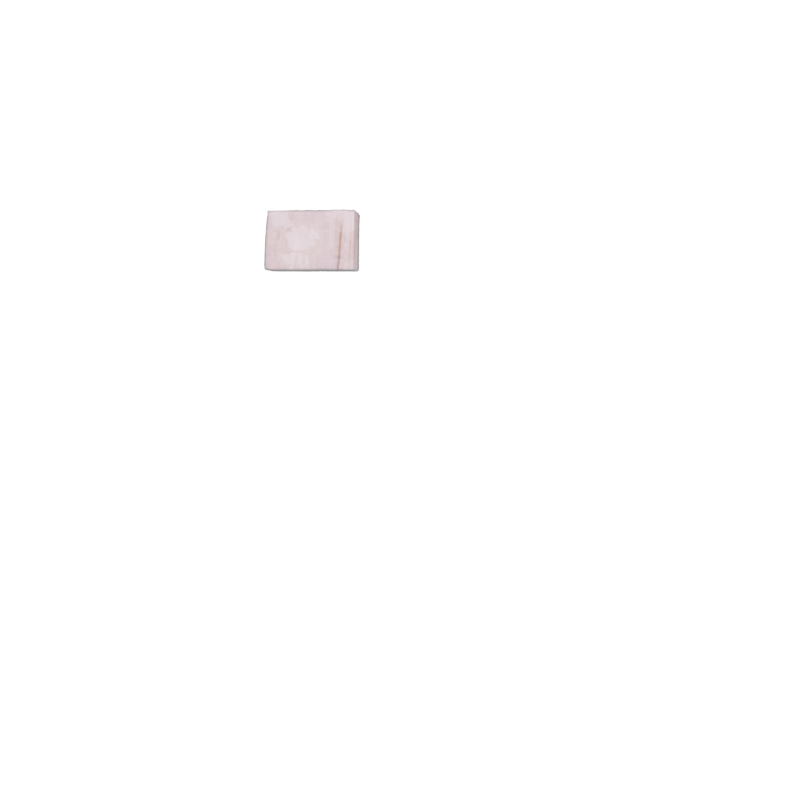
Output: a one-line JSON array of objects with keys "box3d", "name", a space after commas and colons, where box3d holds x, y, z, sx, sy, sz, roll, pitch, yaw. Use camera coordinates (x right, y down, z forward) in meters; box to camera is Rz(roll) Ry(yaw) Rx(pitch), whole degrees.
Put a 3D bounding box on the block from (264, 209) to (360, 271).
[{"box3d": [-0.076, -0.138, 0.968, 0.079, 0.051, 0.052, 0, 1, 6], "name": "block"}]
